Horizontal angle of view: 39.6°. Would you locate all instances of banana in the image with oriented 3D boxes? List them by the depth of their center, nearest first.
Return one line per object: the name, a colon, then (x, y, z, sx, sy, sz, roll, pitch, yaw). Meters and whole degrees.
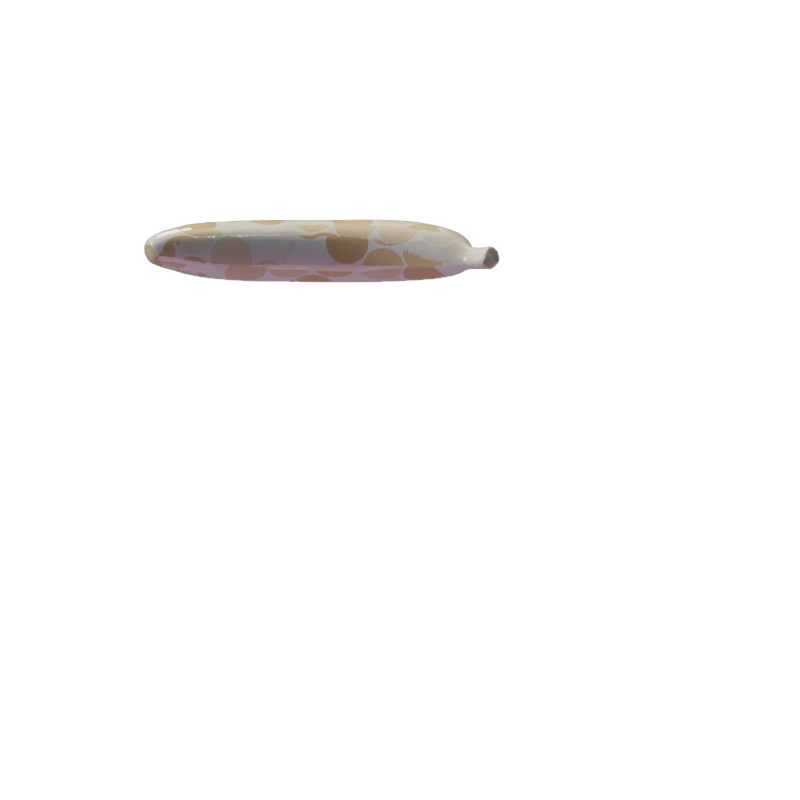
banana: (-0.046, -0.089, 0.645, 0.198, 0.037, 0.068, 0, -4, 3)
